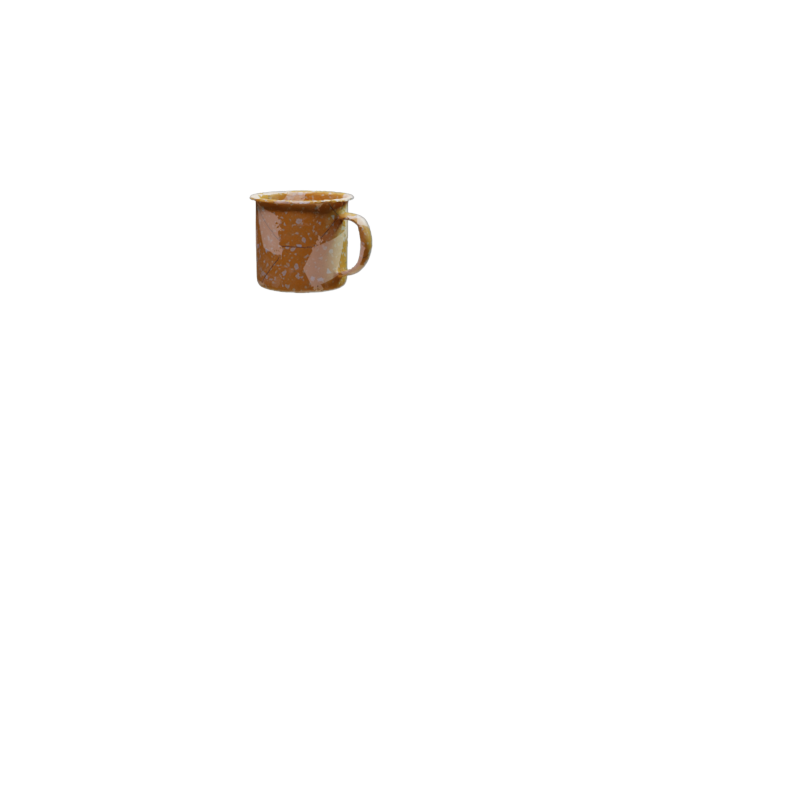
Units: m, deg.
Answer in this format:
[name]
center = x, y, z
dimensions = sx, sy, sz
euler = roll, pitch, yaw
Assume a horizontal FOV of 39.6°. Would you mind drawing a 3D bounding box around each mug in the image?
[mug]
center = -0.077, -0.140, 0.982
dimensions = 0.122, 0.080, 0.092
euler = 8, 15, 28
